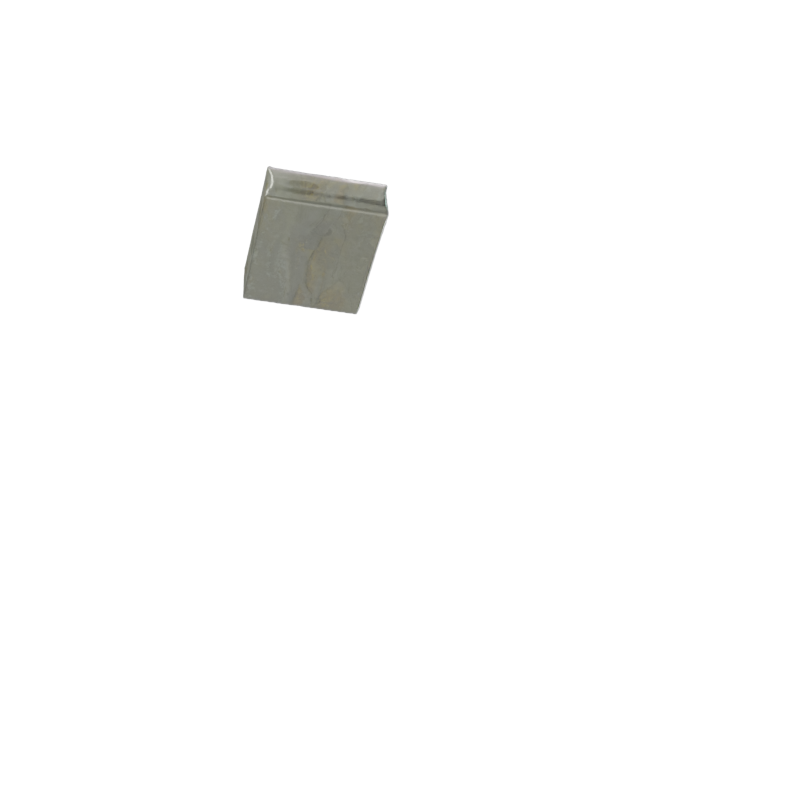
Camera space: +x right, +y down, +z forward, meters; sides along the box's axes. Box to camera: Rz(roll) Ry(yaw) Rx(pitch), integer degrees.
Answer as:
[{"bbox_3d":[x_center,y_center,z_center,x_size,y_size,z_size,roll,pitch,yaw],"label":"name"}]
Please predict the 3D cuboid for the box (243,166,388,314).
[{"bbox_3d":[-0.052,-0.095,0.666,0.072,0.032,0.084,8,-44,-10],"label":"box"}]
